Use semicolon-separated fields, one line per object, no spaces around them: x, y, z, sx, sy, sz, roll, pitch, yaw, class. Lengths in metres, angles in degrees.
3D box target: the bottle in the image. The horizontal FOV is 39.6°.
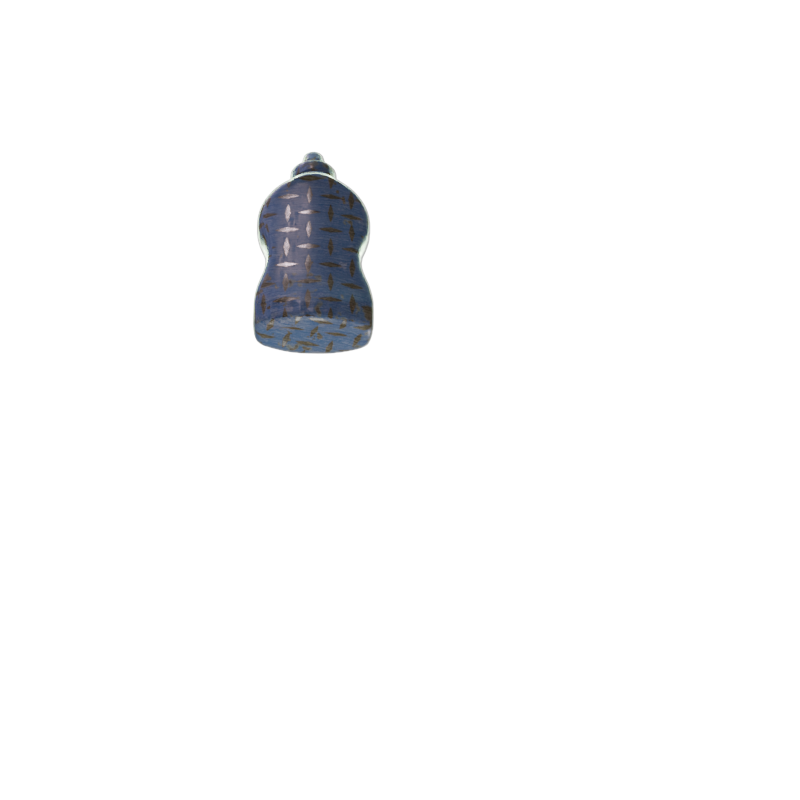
-0.073;-0.133;0.935;0.096;0.205;0.055;-1;-34;-2;bottle
